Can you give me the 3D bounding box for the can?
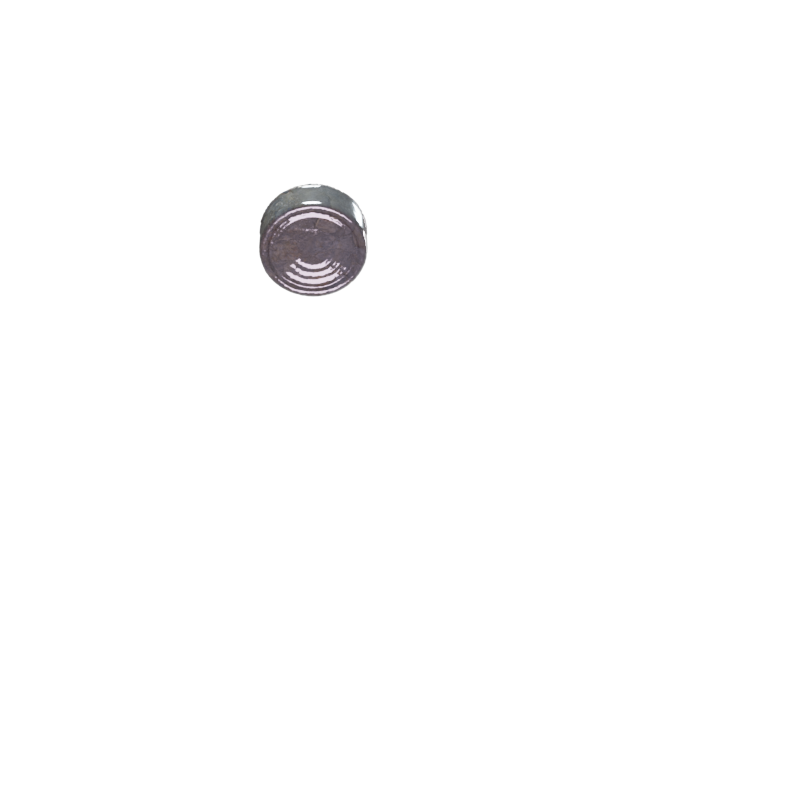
[{"bbox_3d":[-0.068,-0.125,0.873,0.086,0.081,0.036,1,33,-1],"label":"can"}]
